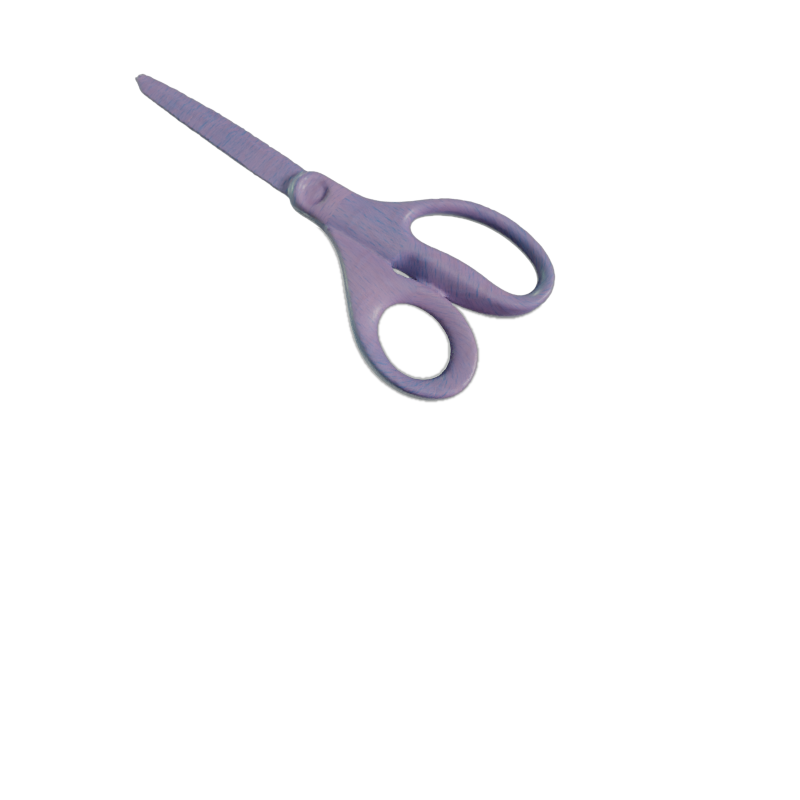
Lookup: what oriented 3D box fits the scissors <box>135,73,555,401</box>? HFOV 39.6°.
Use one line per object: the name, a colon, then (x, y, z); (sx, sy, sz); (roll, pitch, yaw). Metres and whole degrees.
scissors: (-0.037, -0.067, 0.470); (0.204, 0.099, 0.015); (19, -17, 6)
